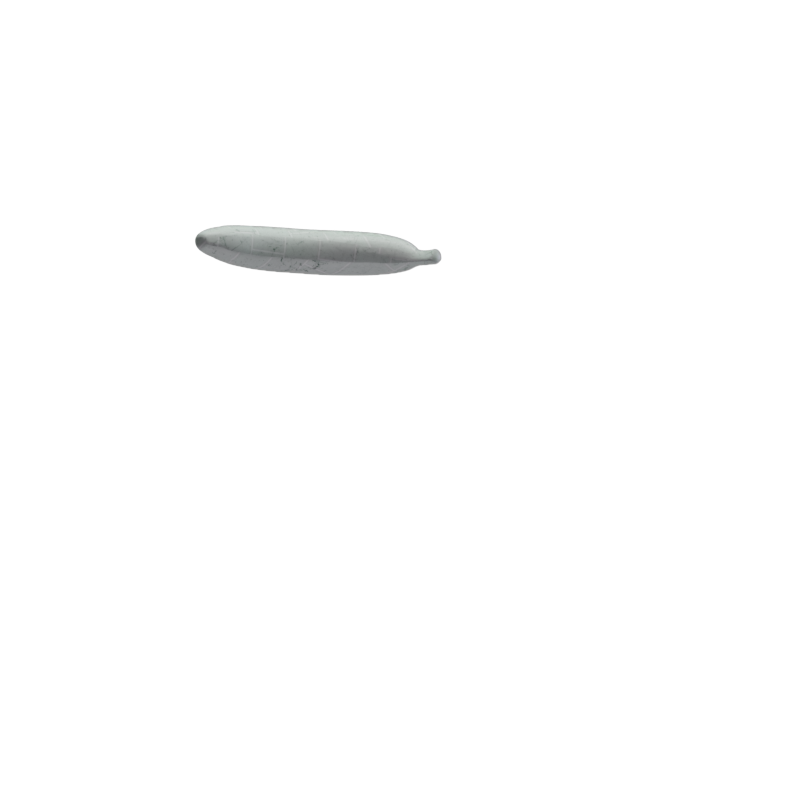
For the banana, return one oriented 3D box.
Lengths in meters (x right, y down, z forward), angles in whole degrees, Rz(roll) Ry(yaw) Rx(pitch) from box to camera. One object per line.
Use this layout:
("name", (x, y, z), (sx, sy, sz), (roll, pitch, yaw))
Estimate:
("banana", (-0.070, -0.125, 0.914), (0.196, 0.038, 0.068), (1, -10, -8))
